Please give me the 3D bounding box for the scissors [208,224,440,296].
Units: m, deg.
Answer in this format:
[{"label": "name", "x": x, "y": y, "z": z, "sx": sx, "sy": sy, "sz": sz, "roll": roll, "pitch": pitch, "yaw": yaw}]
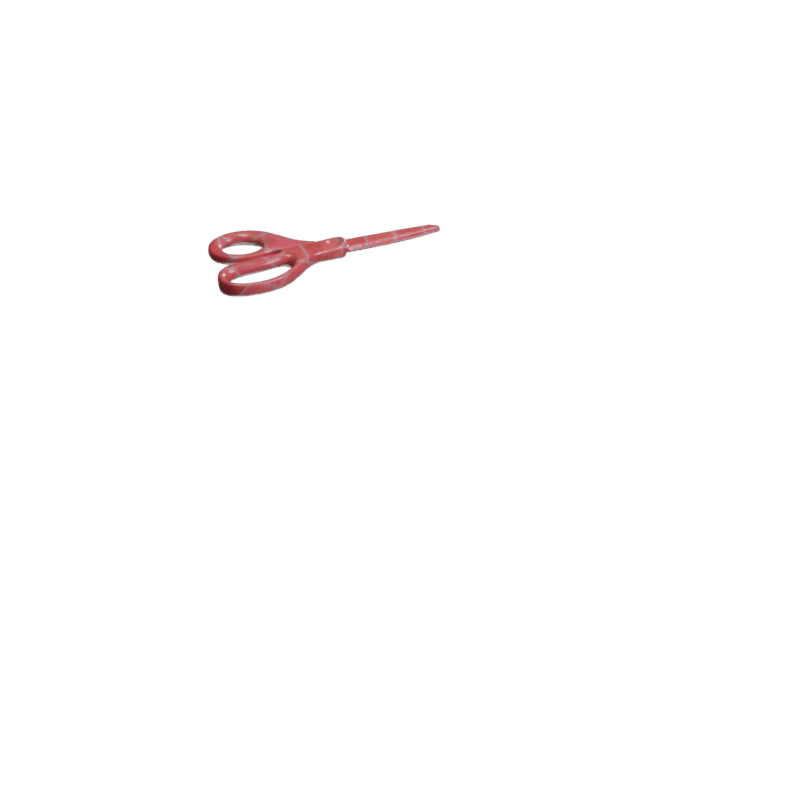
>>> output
[{"label": "scissors", "x": -0.073, "y": -0.132, "z": 0.928, "sx": 0.200, "sy": 0.015, "sz": 0.103, "roll": -25, "pitch": 42, "yaw": -31}]
